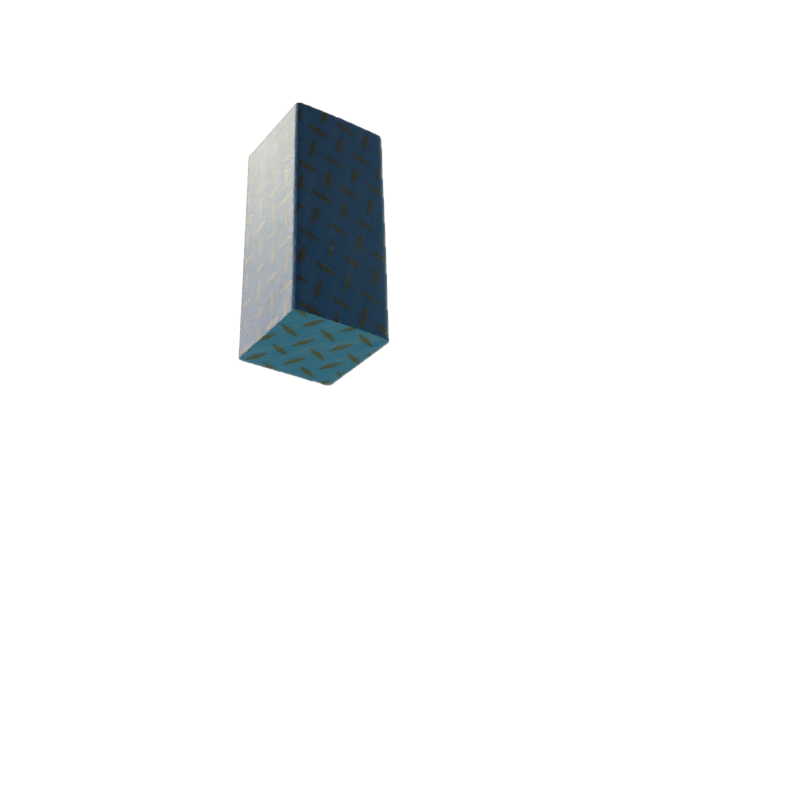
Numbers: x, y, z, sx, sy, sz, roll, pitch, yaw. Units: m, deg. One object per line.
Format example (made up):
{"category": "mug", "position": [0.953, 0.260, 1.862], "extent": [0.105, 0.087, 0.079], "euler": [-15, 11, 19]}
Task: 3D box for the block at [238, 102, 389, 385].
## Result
{"category": "block", "position": [-0.071, -0.131, 0.921], "extent": [0.086, 0.220, 0.089], "euler": [18, -38, -29]}
